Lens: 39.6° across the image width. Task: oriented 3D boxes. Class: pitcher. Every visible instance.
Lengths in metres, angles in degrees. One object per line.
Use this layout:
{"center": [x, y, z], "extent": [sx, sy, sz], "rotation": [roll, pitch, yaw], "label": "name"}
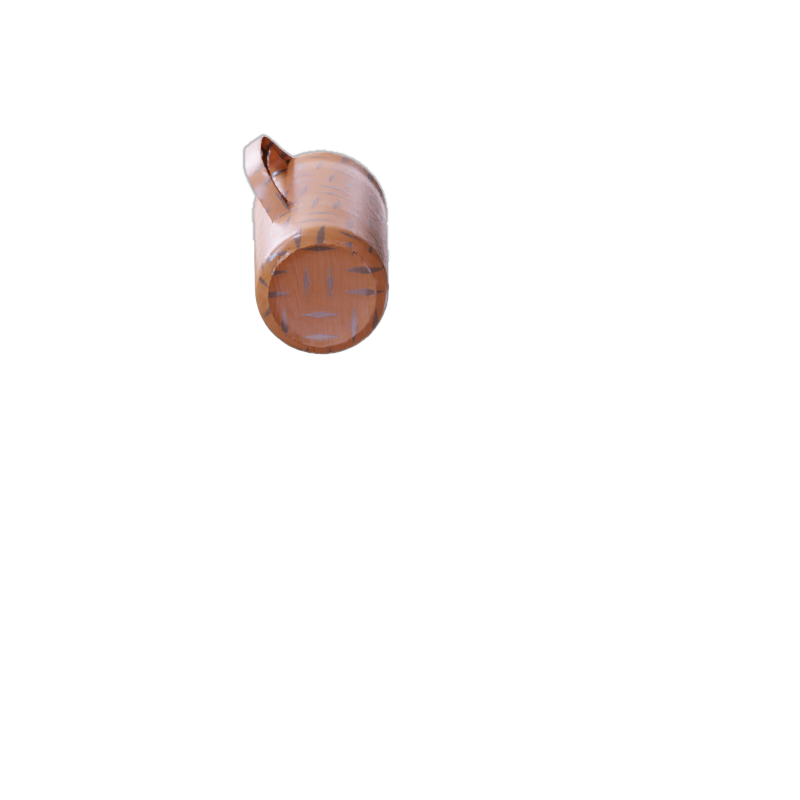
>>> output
{"center": [-0.078, -0.142, 0.992], "extent": [0.148, 0.140, 0.255], "rotation": [8, 21, -7], "label": "pitcher"}
